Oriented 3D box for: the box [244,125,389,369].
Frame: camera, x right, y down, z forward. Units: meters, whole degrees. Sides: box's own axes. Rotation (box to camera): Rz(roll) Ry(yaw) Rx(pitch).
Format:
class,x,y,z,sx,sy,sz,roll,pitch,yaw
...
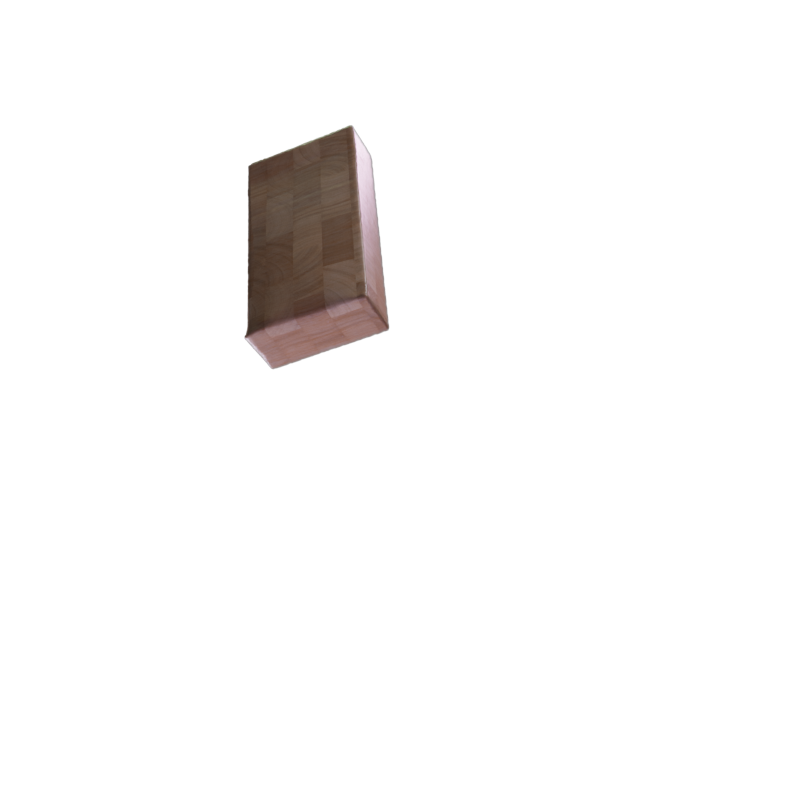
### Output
class,x,y,z,sx,sy,sz,roll,pitch,yaw
box,-0.062,-0.114,0.800,0.094,0.189,0.044,-18,-44,16
